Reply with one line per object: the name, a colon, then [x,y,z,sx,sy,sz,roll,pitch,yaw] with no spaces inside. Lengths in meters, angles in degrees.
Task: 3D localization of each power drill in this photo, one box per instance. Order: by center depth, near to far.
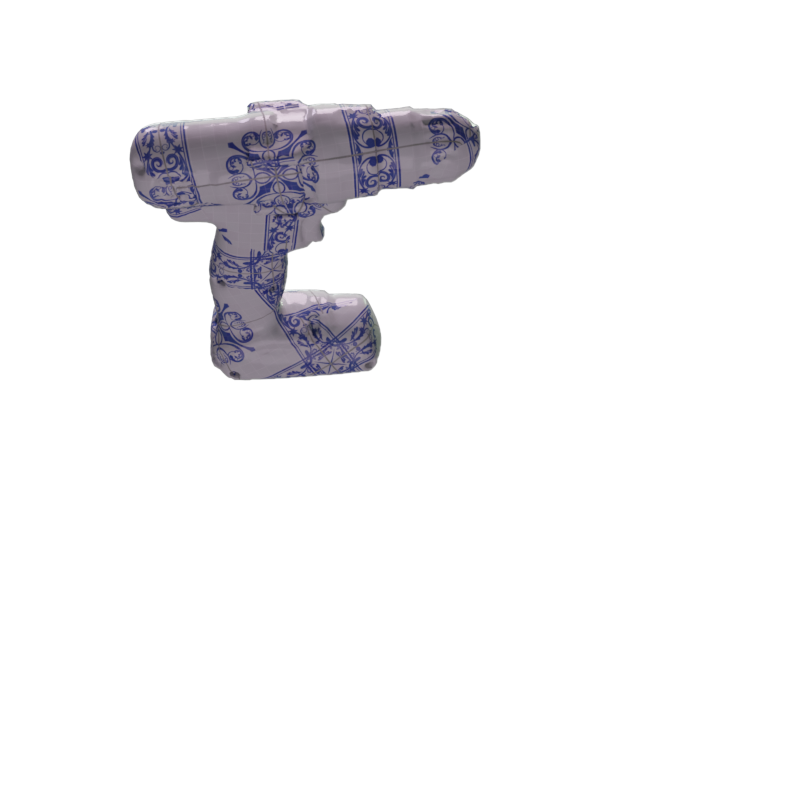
power drill: [-0.050,-0.091,0.635,0.185,0.062,0.174,-1,-41,1]
